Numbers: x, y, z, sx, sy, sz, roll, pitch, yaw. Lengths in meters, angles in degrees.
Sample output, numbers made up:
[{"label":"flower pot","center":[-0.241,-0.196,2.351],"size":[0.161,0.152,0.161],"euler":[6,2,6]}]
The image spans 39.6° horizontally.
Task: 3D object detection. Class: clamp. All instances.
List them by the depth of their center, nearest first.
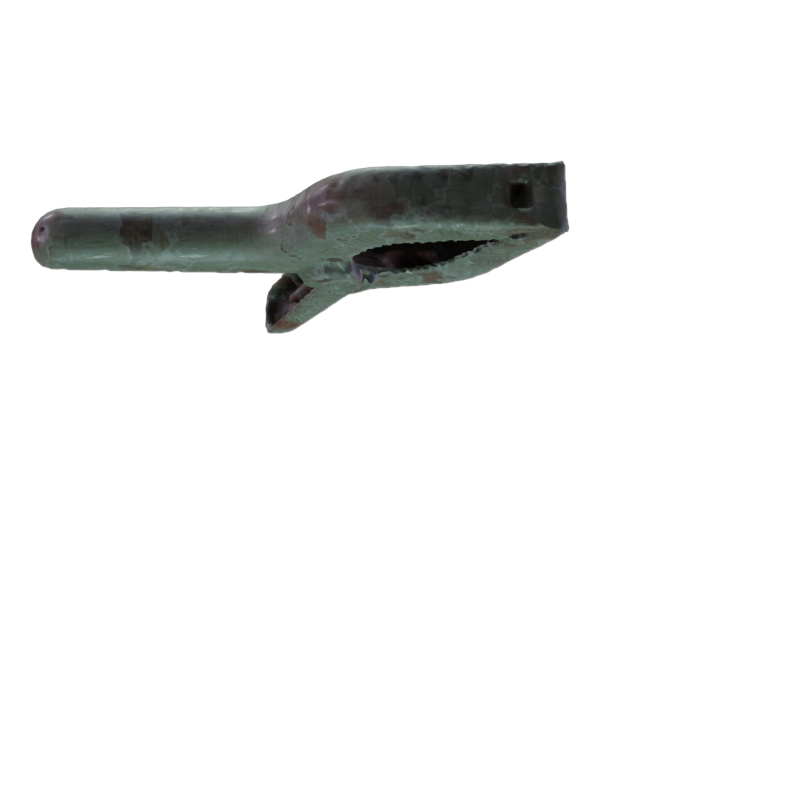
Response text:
[{"label":"clamp","center":[-0.036,-0.065,0.454],"size":[0.215,0.038,0.156],"euler":[-8,-12,41]}]
